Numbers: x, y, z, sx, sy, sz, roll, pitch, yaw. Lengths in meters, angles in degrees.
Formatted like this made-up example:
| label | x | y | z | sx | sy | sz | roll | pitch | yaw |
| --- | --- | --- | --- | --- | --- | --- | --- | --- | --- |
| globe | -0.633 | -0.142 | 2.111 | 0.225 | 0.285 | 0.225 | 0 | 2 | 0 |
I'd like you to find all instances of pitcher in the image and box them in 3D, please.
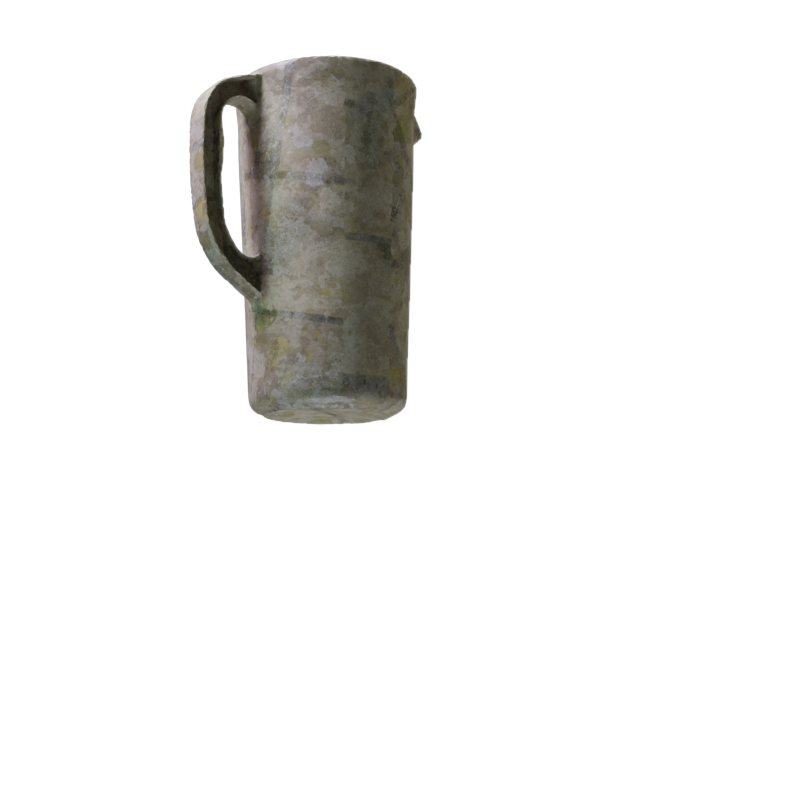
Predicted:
| label | x | y | z | sx | sy | sz | roll | pitch | yaw |
| --- | --- | --- | --- | --- | --- | --- | --- | --- | --- |
| pitcher | -0.061 | -0.111 | 0.778 | 0.151 | 0.252 | 0.138 | -3 | -14 | 8 |
